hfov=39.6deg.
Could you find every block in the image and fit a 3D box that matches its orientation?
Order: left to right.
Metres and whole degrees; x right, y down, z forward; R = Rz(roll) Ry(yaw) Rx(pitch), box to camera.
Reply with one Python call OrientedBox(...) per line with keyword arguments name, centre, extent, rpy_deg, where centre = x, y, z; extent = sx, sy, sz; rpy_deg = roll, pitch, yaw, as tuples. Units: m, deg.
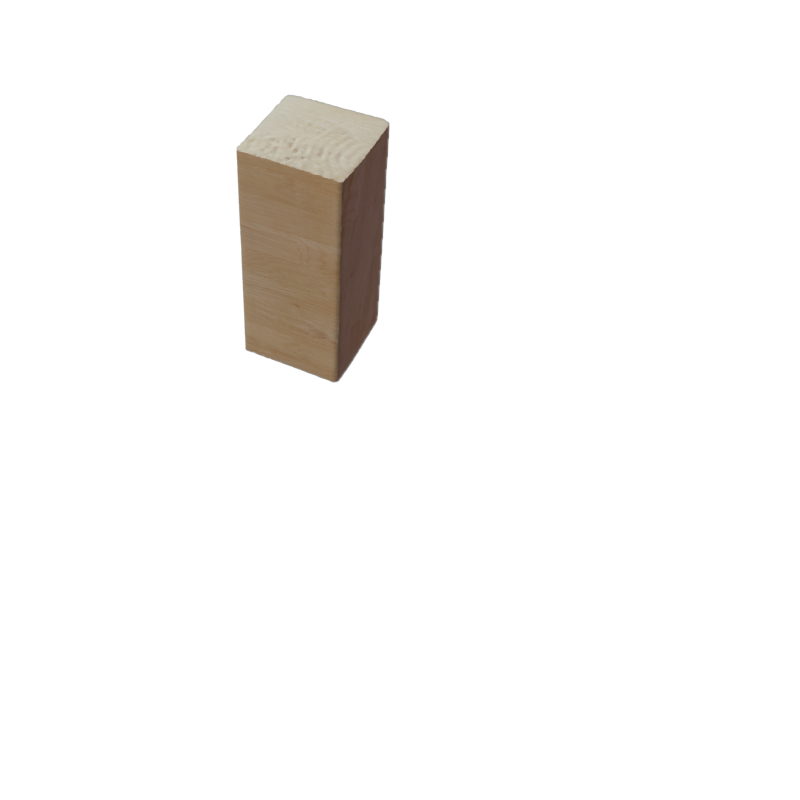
OrientedBox(name="block", centre=(-0.069, -0.127, 0.891), extent=(0.094, 0.192, 0.093), rpy_deg=(19, 45, 16))
